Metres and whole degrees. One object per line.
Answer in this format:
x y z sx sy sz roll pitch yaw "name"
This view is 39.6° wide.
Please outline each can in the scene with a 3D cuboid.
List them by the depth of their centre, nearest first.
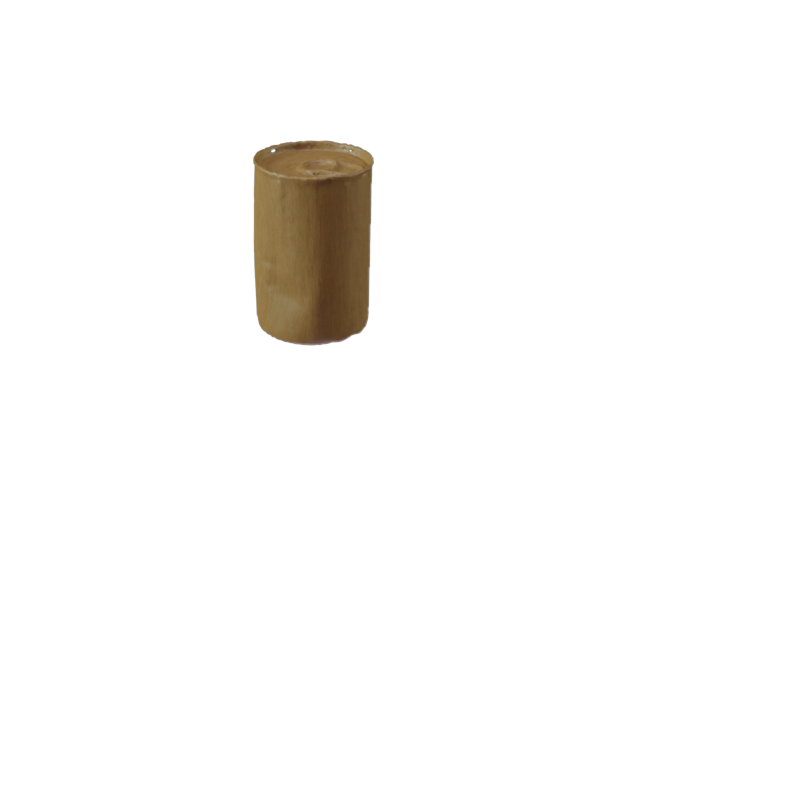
-0.050 -0.091 0.640 0.068 0.097 0.072 0 25 -2 "can"
